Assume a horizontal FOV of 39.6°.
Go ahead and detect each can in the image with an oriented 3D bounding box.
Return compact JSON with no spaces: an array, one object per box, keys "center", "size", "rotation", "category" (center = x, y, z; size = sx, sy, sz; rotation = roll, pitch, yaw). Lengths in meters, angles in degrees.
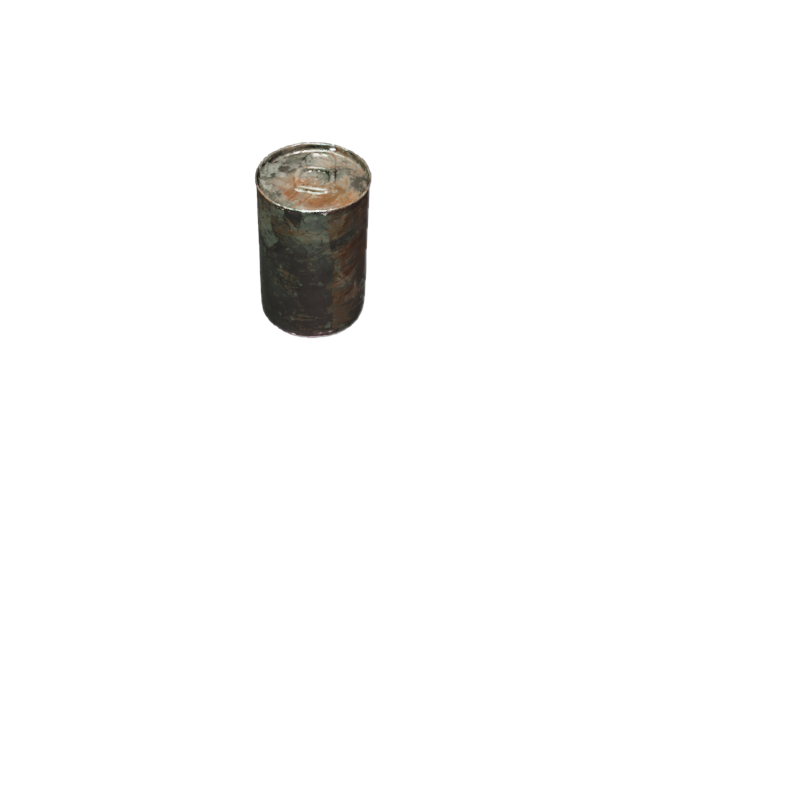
[{"center":[-0.053,-0.096,0.675],"size":[0.068,0.095,0.074],"rotation":[0,44,-3],"category":"can"}]
